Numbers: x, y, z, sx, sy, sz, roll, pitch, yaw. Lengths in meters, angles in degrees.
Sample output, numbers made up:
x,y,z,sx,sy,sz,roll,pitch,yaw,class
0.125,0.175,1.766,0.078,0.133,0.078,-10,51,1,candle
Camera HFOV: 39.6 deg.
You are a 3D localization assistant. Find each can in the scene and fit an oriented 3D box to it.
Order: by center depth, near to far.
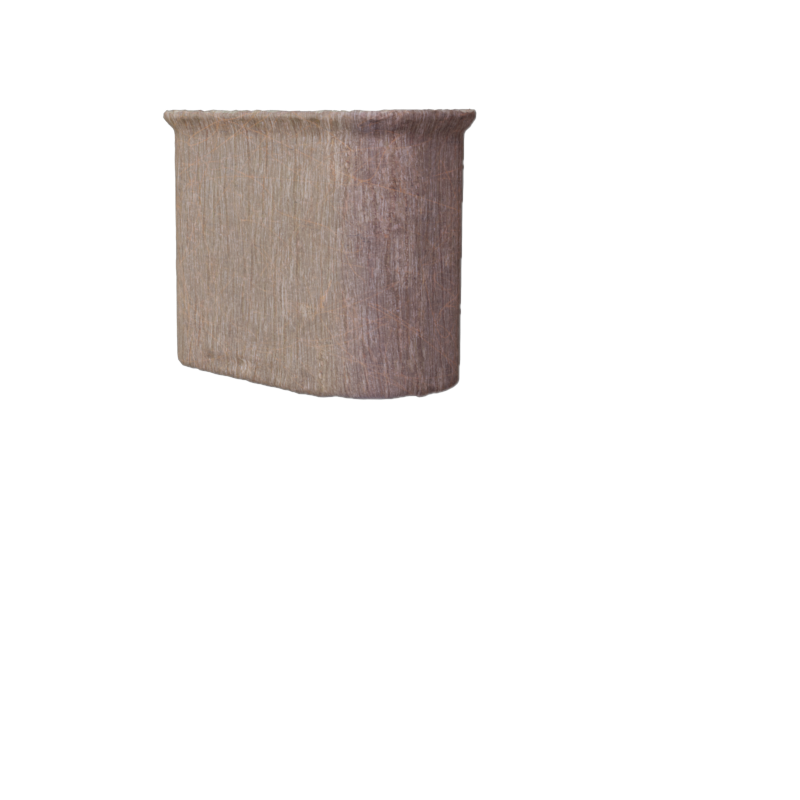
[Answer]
x,y,z,sx,sy,sz,roll,pitch,yaw,class
-0.028,-0.050,0.351,0.107,0.082,0.056,11,14,40,can
